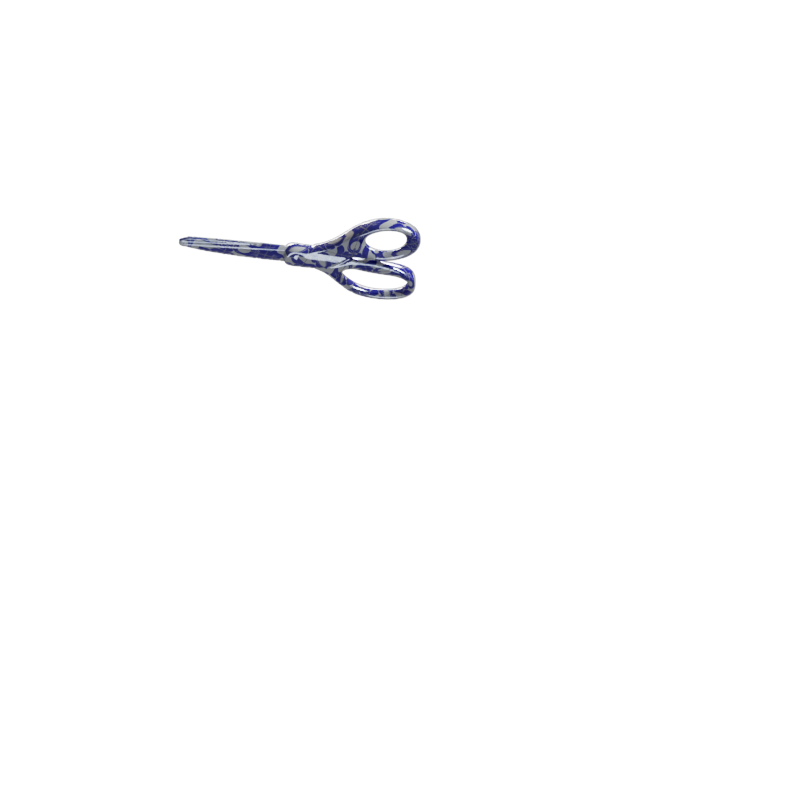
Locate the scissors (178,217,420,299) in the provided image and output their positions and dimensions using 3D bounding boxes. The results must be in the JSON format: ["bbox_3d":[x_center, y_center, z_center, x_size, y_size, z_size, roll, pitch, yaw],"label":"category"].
[{"bbox_3d":[-0.071,-0.130,0.912,0.195,0.017,0.093,17,-44,-18],"label":"scissors"}]
